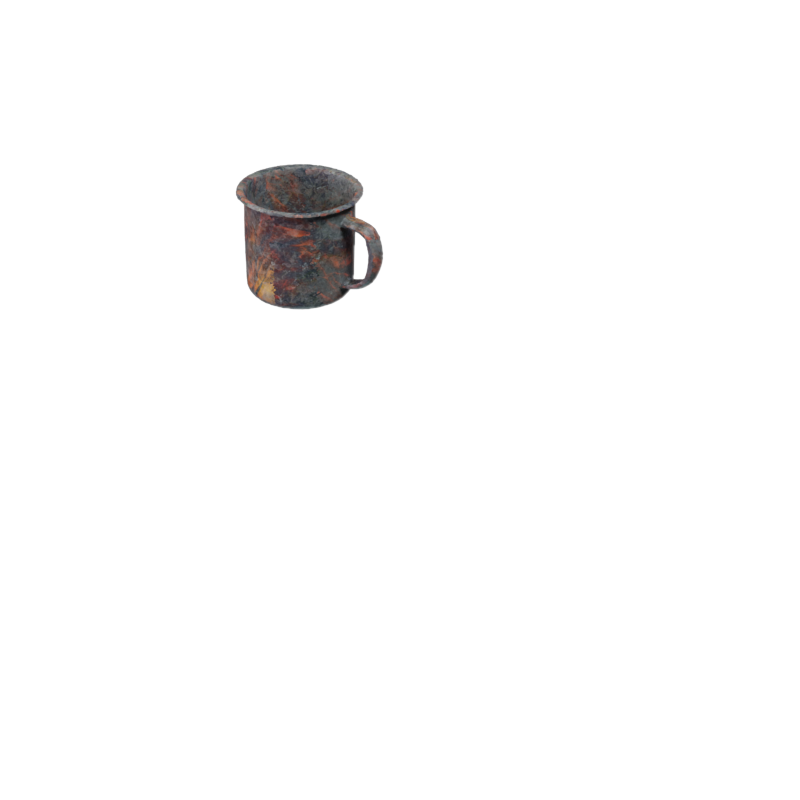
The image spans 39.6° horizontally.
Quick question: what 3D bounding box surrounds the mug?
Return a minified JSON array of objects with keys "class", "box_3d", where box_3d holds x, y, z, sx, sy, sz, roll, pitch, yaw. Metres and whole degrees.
[{"class":"mug","box_3d":[-0.064,-0.117,0.819,0.123,0.077,0.094,18,35,26]}]
